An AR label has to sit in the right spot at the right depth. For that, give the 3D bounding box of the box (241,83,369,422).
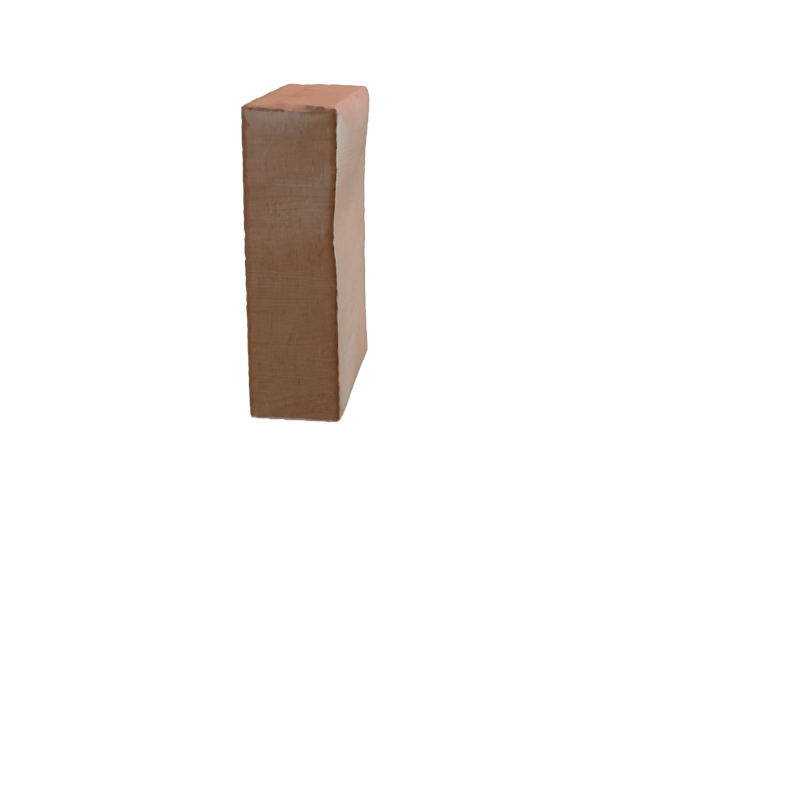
[{"bbox_3d":[-0.063,-0.114,0.798,0.072,0.207,0.169,2,17,5],"label":"box"}]
